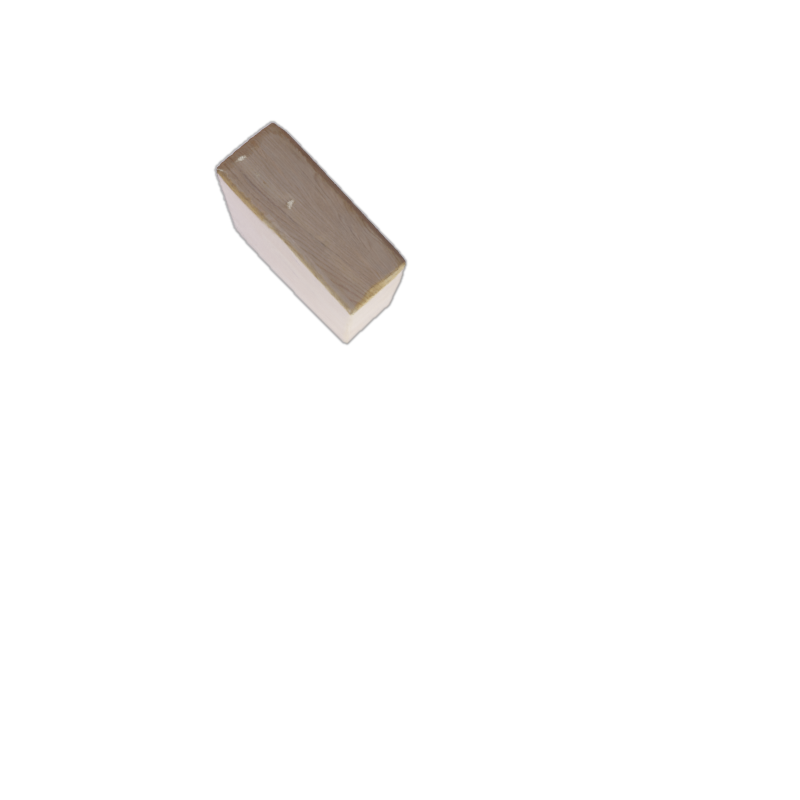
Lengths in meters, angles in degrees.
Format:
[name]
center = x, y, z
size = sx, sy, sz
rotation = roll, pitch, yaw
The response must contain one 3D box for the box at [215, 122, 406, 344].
[box]
center = -0.077, -0.140, 0.981
size = 0.072, 0.167, 0.210
rotation = -42, -3, -6
